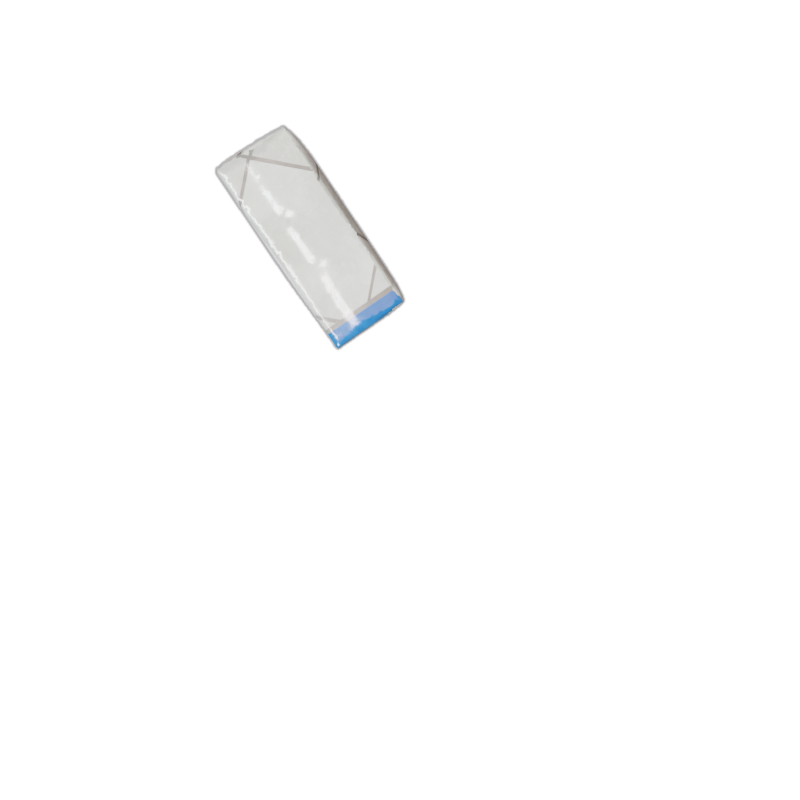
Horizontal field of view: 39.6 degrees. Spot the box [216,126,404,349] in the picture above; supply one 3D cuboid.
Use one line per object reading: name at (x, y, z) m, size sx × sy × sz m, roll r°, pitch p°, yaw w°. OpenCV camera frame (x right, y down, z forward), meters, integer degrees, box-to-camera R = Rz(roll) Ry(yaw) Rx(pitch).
box at (-0.072, -0.132, 0.924) m, size 0.072 × 0.164 × 0.214 m, roll -35°, pitch 3°, yaw -1°
